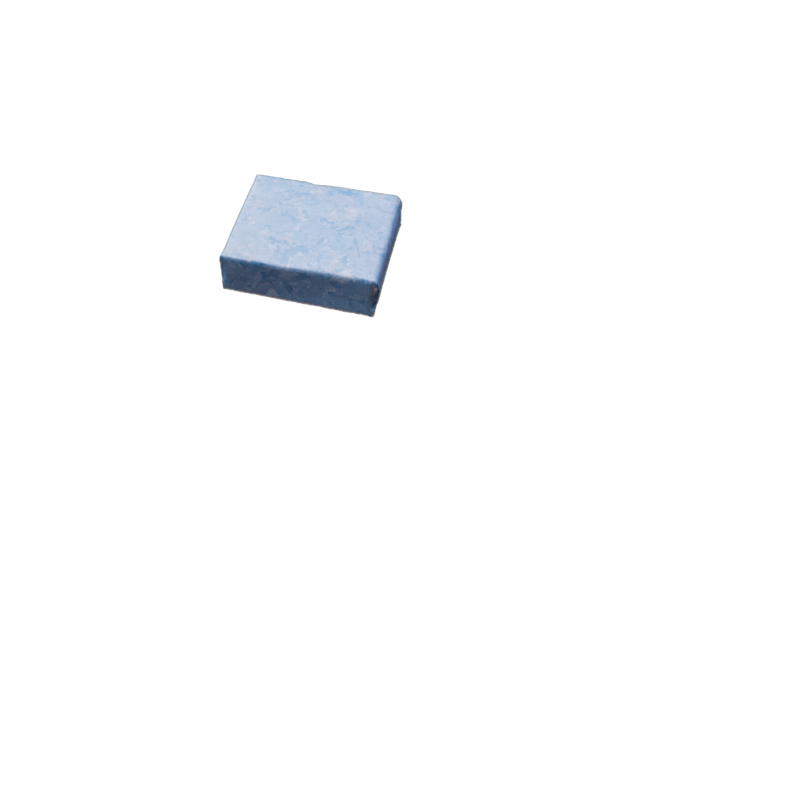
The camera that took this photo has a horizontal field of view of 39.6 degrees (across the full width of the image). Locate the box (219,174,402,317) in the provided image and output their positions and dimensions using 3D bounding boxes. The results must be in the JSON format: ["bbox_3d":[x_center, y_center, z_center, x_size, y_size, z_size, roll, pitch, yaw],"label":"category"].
[{"bbox_3d":[-0.049,-0.089,0.626,0.091,0.077,0.028,10,-42,8],"label":"box"}]
